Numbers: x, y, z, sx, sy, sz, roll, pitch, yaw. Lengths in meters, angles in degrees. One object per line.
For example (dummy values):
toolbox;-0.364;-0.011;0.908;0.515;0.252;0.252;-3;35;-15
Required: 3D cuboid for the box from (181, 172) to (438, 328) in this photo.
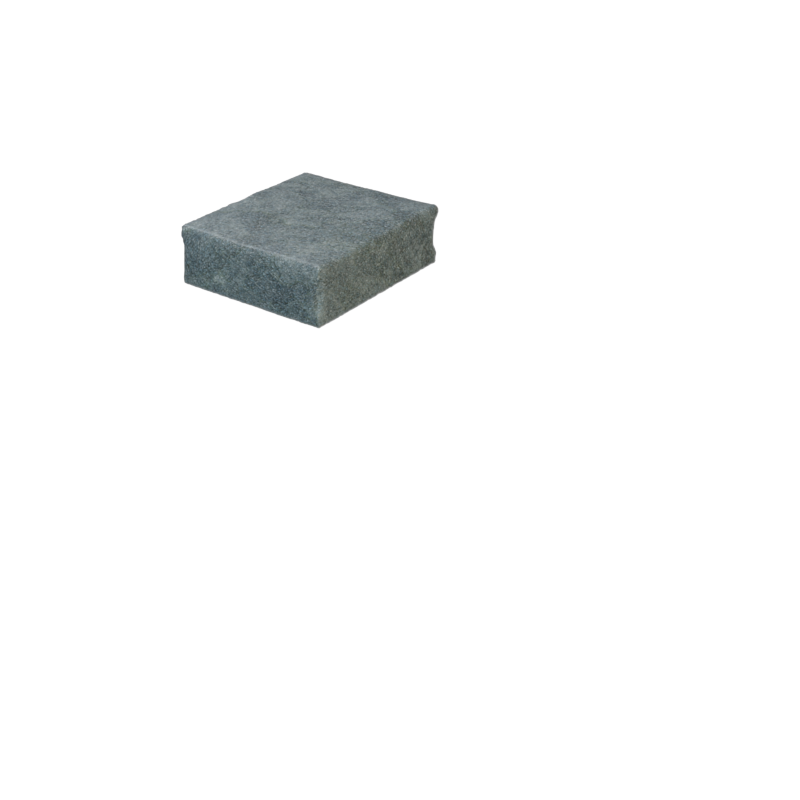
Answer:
box;-0.037;-0.068;0.474;0.077;0.029;0.089;19;34;30
